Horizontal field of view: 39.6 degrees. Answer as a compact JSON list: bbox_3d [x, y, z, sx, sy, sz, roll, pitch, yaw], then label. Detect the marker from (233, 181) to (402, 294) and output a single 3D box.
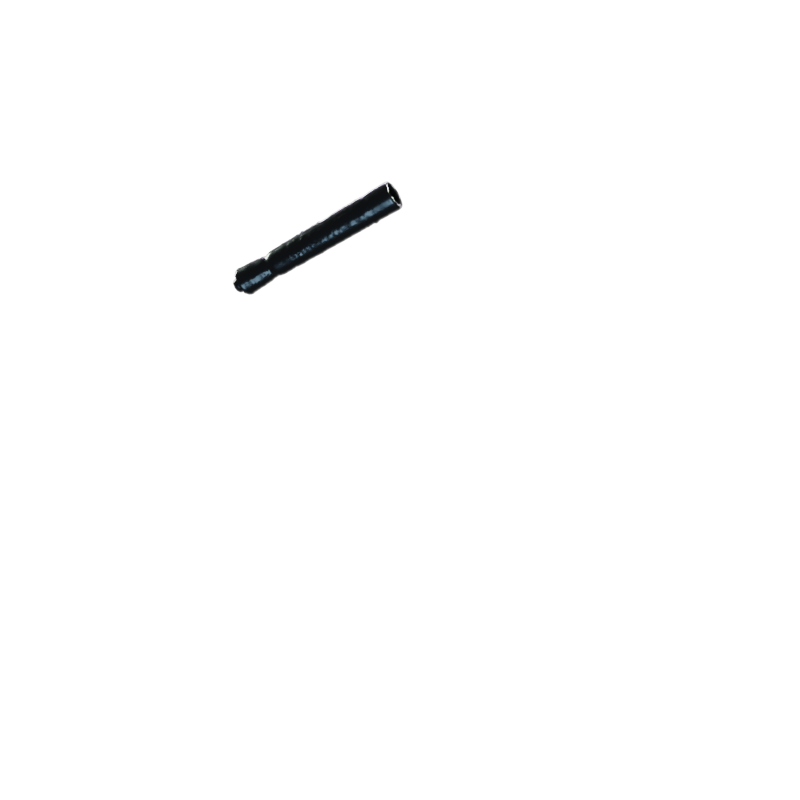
[{"bbox_3d":[-0.054,-0.098,0.686,0.121,0.020,0.019,-27,-7,21],"label":"marker"}]
